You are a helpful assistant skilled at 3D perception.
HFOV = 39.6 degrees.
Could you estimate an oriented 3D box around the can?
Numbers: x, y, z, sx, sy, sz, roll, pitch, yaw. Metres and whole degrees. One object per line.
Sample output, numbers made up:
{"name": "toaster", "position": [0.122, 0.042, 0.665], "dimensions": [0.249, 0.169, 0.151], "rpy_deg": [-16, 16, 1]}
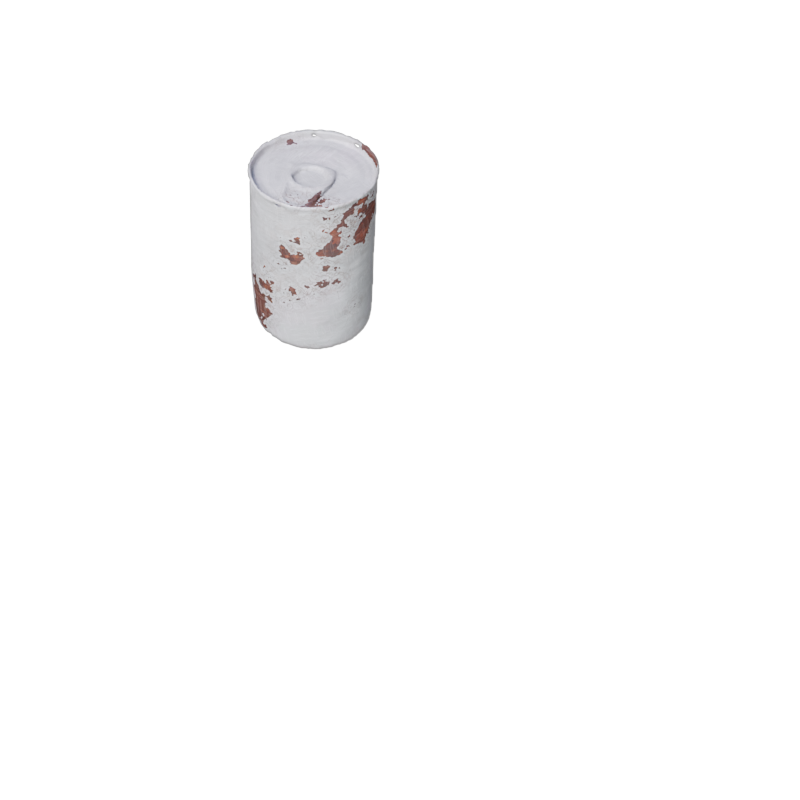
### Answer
{"name": "can", "position": [-0.047, -0.086, 0.603], "dimensions": [0.068, 0.095, 0.074], "rpy_deg": [0, 44, -3]}
